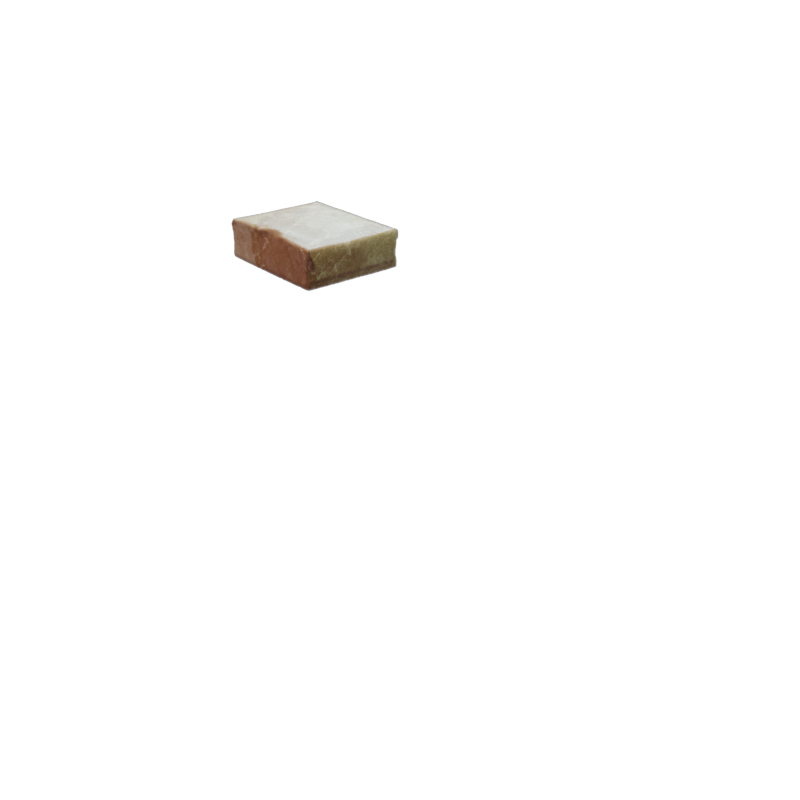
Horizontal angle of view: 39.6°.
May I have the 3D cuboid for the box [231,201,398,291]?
[{"bbox_3d":[-0.057,-0.105,0.732,0.072,0.029,0.095,-18,30,-35],"label":"box"}]
